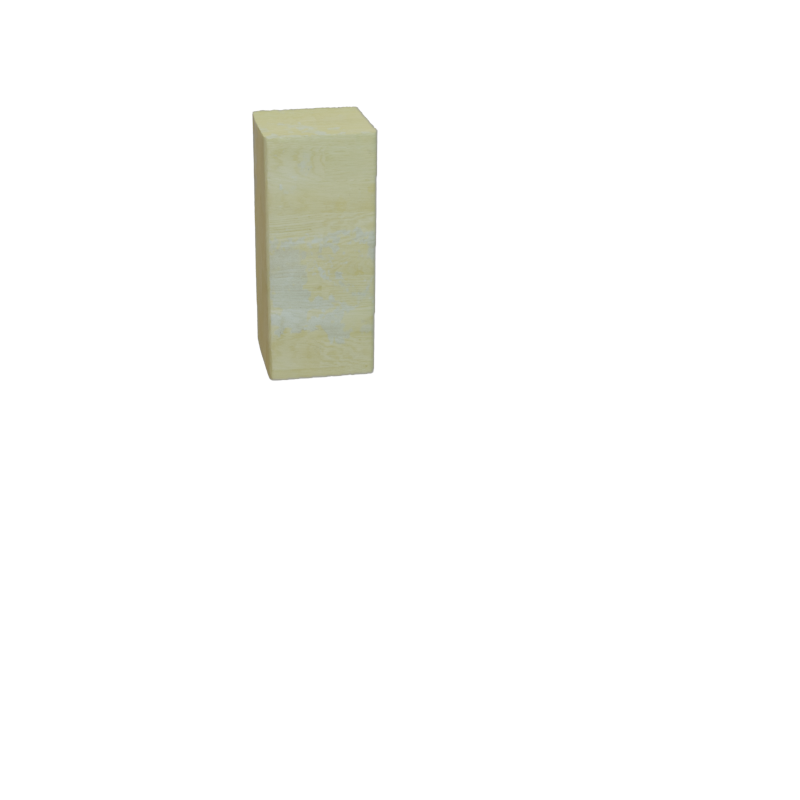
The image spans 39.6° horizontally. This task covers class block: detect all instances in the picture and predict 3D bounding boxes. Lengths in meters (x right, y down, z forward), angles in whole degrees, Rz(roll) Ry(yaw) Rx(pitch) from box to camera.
[{"bbox_3d":[-0.072,-0.130,0.915,0.090,0.196,0.096,-3,23,-11],"label":"block"}]
